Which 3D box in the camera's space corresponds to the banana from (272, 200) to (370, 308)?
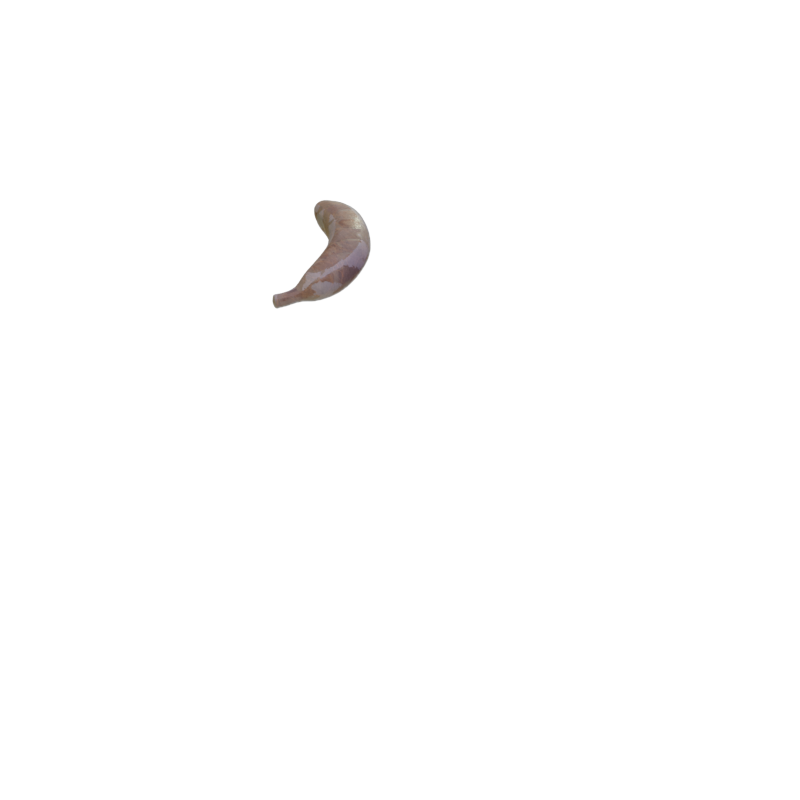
[{"bbox_3d":[-0.060,-0.138,0.985,0.070,0.035,0.207,4,31,6],"label":"banana"}]
